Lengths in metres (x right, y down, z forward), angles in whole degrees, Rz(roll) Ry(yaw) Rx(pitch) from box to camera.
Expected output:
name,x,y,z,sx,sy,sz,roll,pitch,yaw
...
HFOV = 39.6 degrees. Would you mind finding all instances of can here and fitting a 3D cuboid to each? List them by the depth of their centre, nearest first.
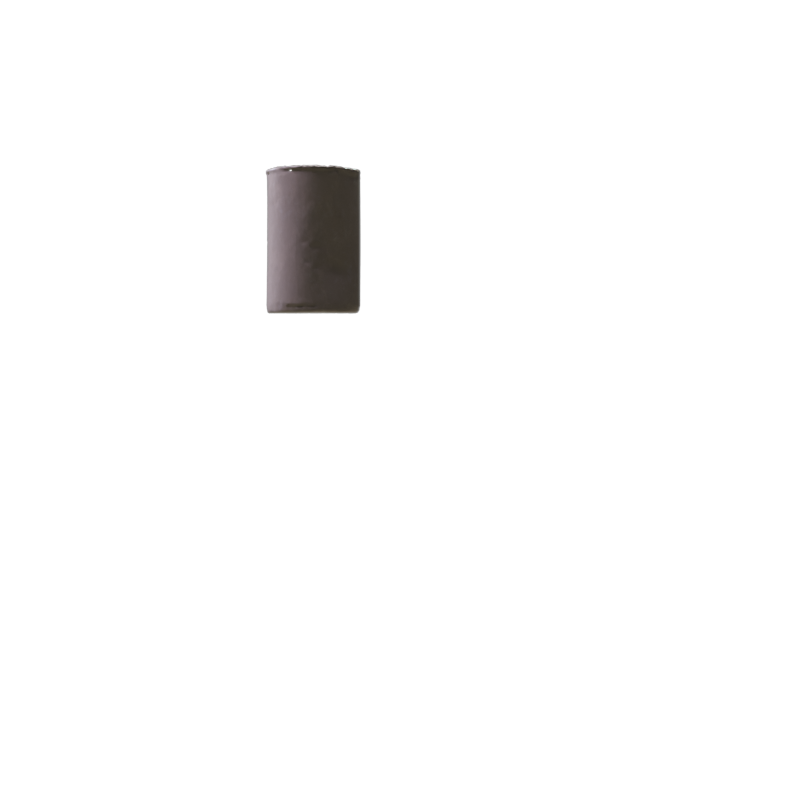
name,x,y,z,sx,sy,sz,roll,pitch,yaw
can,-0.062,-0.113,0.789,0.068,0.103,0.068,0,-1,-2
